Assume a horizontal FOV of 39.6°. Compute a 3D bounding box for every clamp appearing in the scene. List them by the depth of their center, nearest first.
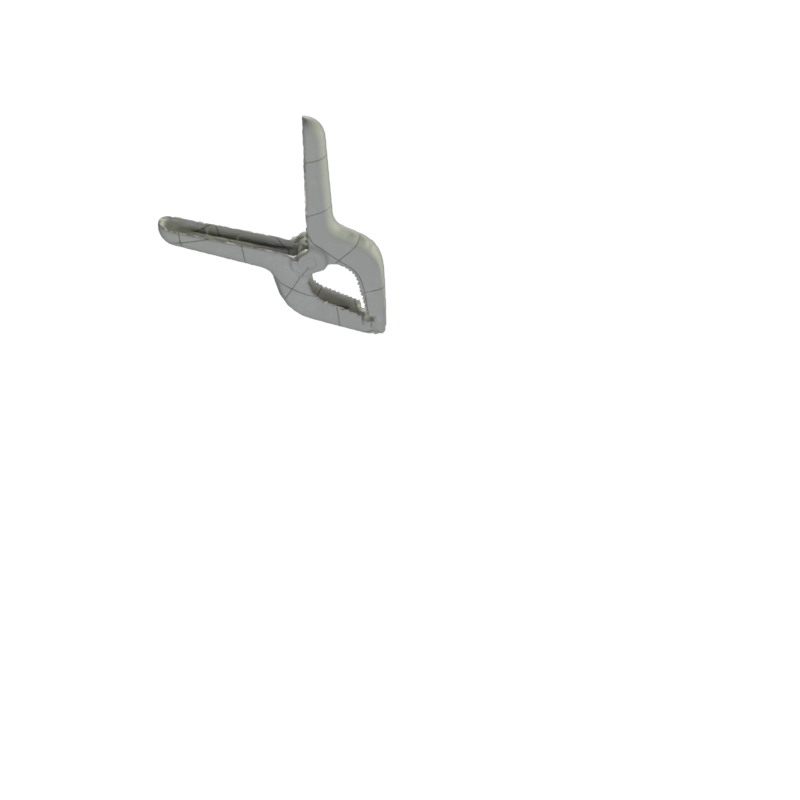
[{"bbox_3d":[-0.072,-0.131,0.921,0.163,0.039,0.198,-38,-60,26],"label":"clamp"}]
